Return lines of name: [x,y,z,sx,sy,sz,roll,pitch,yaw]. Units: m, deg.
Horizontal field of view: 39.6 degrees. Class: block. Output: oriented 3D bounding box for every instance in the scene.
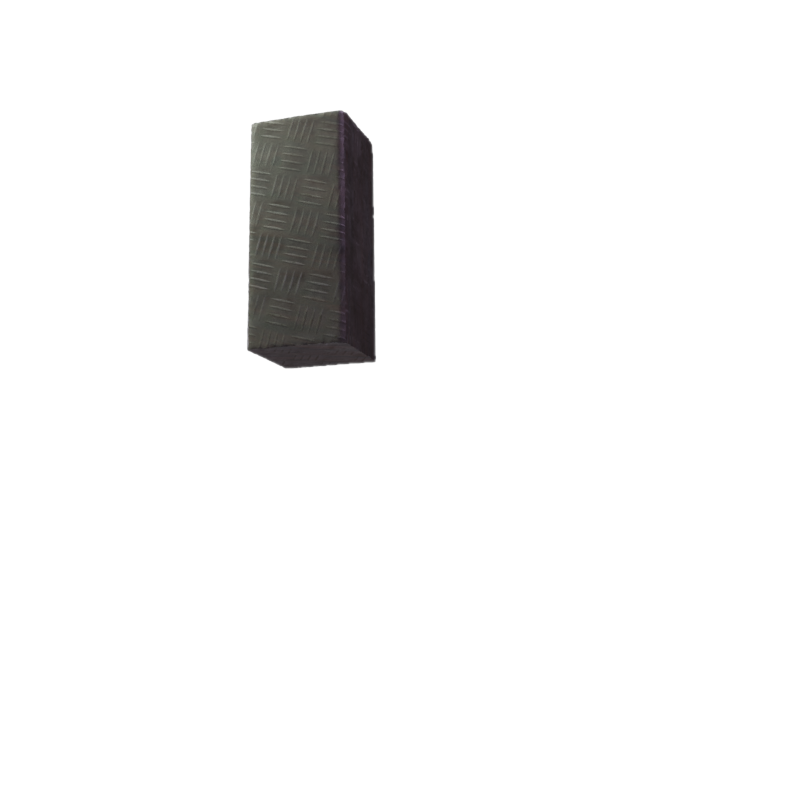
block: [-0.076,-0.140,0.982,0.092,0.214,0.086,-6,-17,17]
